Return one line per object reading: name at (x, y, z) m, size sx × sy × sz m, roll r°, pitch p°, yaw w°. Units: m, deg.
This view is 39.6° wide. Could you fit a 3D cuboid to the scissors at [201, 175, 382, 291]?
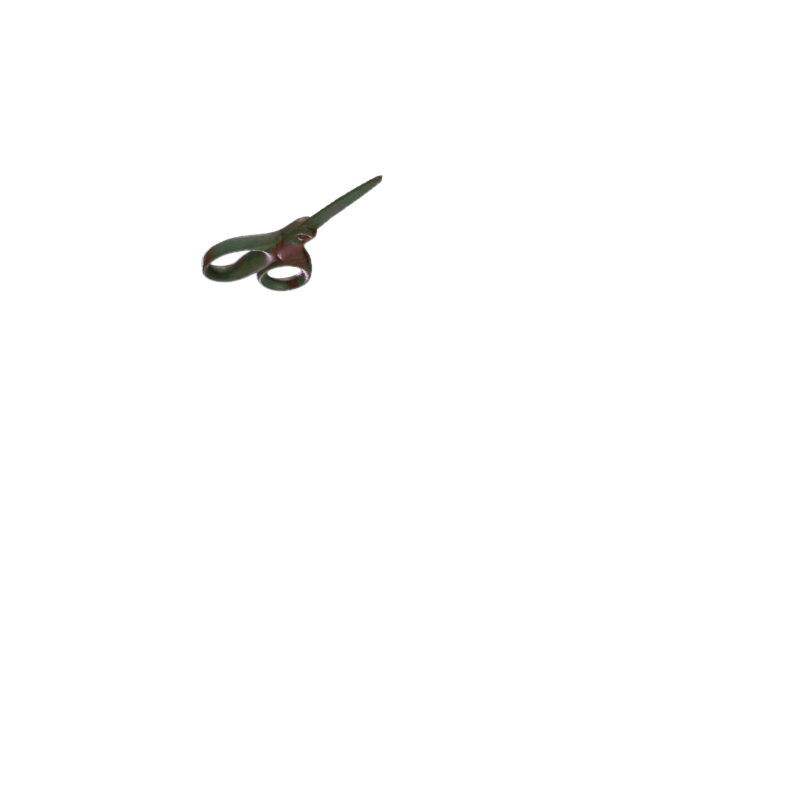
scissors at (-0.066, -0.121, 0.845) m, size 0.205 × 0.017 × 0.090 m, roll -14°, pitch -24°, yaw 36°
